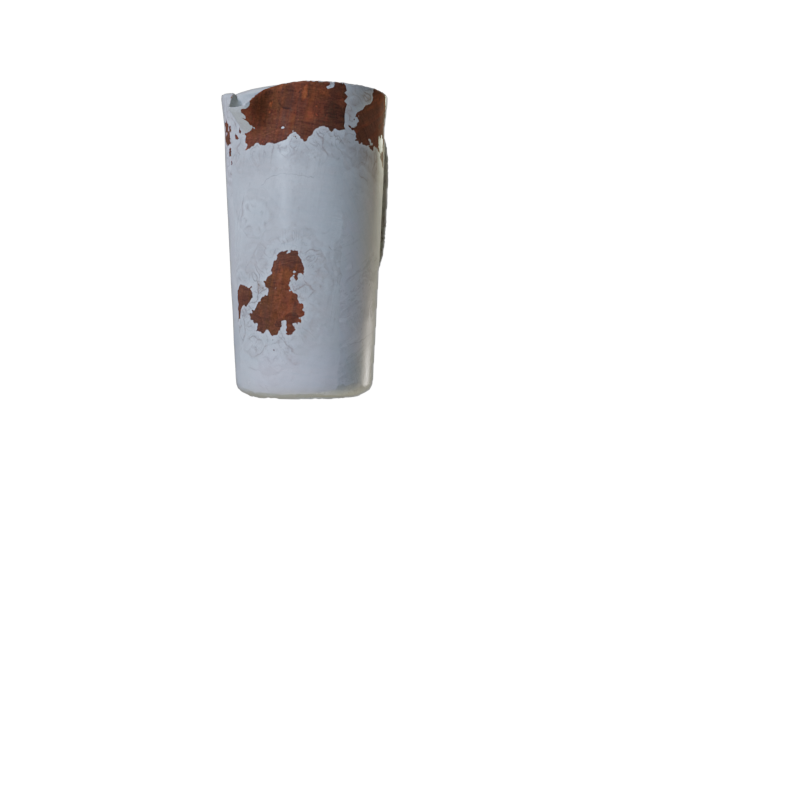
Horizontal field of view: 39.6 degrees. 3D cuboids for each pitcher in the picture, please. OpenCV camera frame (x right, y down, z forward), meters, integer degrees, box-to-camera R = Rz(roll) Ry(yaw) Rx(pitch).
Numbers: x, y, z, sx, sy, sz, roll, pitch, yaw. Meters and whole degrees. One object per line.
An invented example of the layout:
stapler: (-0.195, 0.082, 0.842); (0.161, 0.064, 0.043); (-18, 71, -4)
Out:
pitcher: (-0.069, -0.127, 0.887); (0.147, 0.245, 0.146); (0, -2, -11)
